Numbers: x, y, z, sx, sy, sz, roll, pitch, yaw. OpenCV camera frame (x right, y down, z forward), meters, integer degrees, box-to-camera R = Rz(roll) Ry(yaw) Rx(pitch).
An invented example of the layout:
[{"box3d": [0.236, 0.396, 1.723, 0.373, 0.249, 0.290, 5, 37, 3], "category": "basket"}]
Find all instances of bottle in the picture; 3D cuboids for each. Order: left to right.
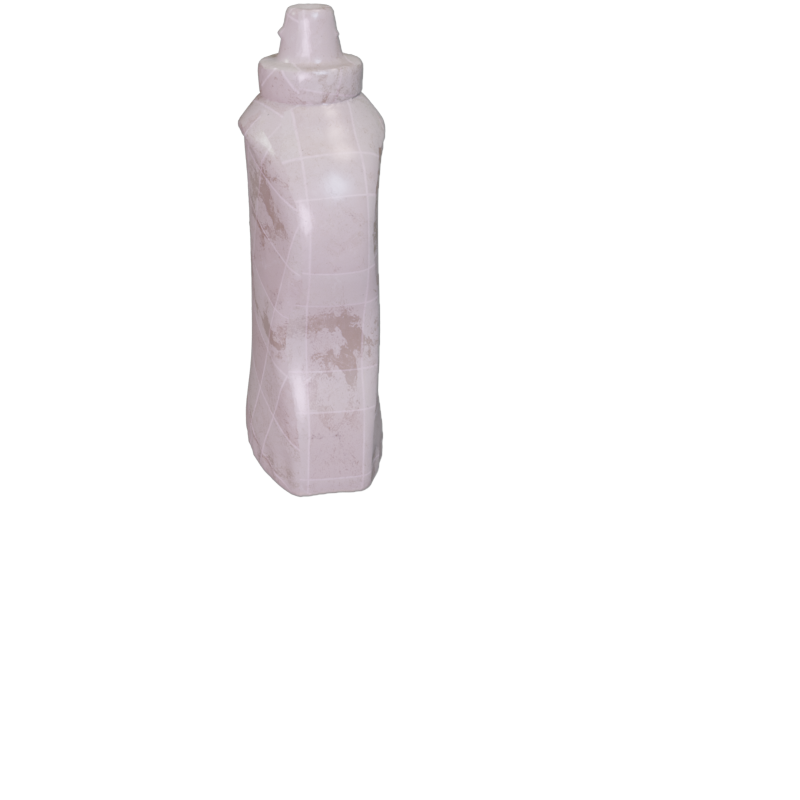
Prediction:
[{"box3d": [-0.036, -0.065, 0.456, 0.058, 0.183, 0.102, -3, 23, -11], "category": "bottle"}]
